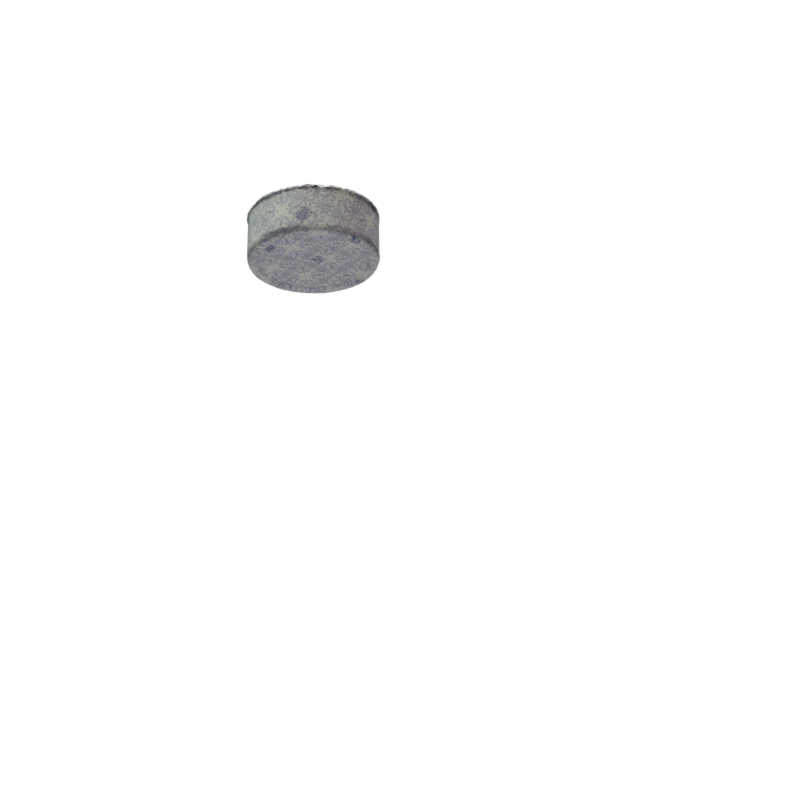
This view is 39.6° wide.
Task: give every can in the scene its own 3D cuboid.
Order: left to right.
[{"bbox_3d":[-0.055,-0.101,0.708,0.086,0.036,0.081,1,-24,-2],"label":"can"}]
